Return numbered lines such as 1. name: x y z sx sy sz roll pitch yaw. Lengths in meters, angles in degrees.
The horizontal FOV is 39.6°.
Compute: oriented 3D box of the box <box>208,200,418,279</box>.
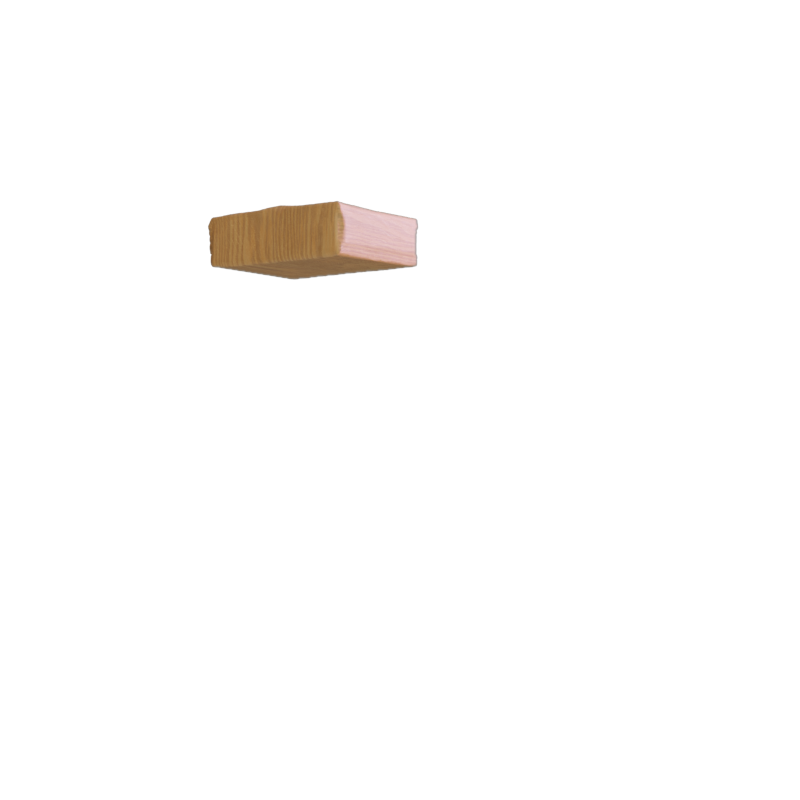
1. box: -0.047 -0.085 0.596 0.092 0.030 0.070 -1 -1 36
